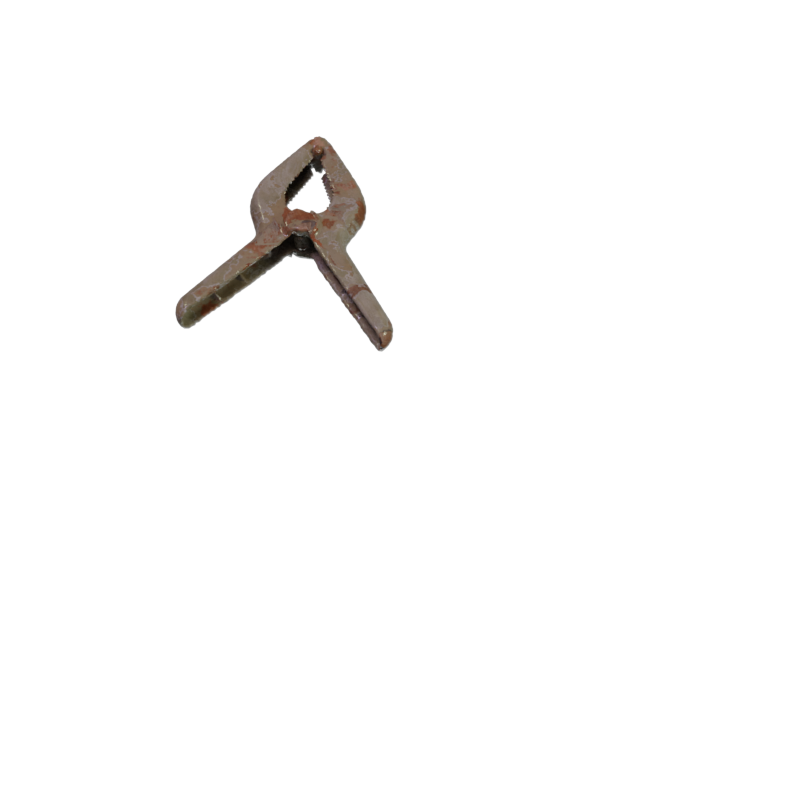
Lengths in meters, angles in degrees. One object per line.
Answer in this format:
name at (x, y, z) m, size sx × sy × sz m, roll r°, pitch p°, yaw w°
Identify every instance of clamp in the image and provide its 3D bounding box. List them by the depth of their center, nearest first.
clamp at (-0.069, -0.126, 0.886) m, size 0.167 × 0.221 × 0.034 m, roll 11°, pitch -37°, yaw 8°
